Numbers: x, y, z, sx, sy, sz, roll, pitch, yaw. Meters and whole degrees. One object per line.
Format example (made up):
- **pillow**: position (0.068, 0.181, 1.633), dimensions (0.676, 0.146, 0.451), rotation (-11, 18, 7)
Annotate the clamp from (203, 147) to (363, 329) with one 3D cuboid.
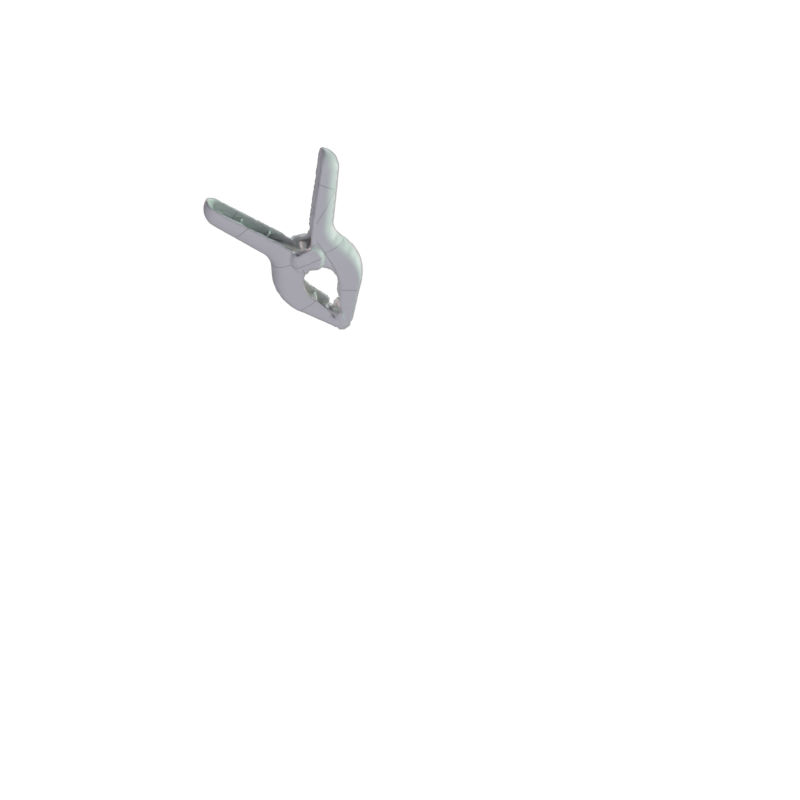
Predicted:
- **clamp**: position (-0.074, -0.136, 0.951), dimensions (0.120, 0.160, 0.042), rotation (-26, 35, 20)
